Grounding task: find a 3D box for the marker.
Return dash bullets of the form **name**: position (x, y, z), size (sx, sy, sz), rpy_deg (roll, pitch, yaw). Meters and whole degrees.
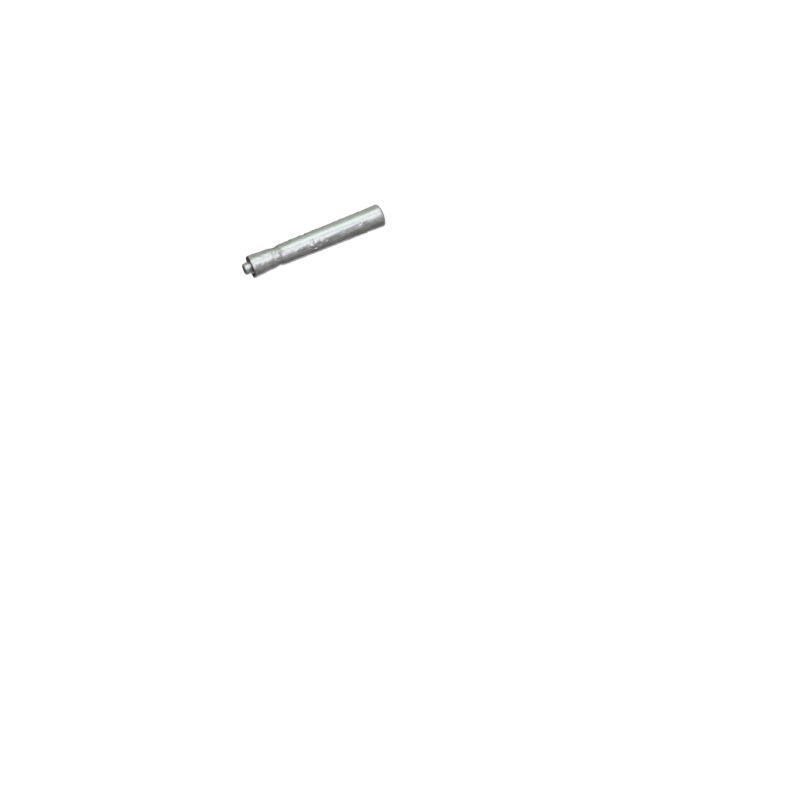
- **marker**: position (-0.069, -0.126, 0.880), size (0.120, 0.019, 0.020), rpy_deg (-24, 11, -15)
